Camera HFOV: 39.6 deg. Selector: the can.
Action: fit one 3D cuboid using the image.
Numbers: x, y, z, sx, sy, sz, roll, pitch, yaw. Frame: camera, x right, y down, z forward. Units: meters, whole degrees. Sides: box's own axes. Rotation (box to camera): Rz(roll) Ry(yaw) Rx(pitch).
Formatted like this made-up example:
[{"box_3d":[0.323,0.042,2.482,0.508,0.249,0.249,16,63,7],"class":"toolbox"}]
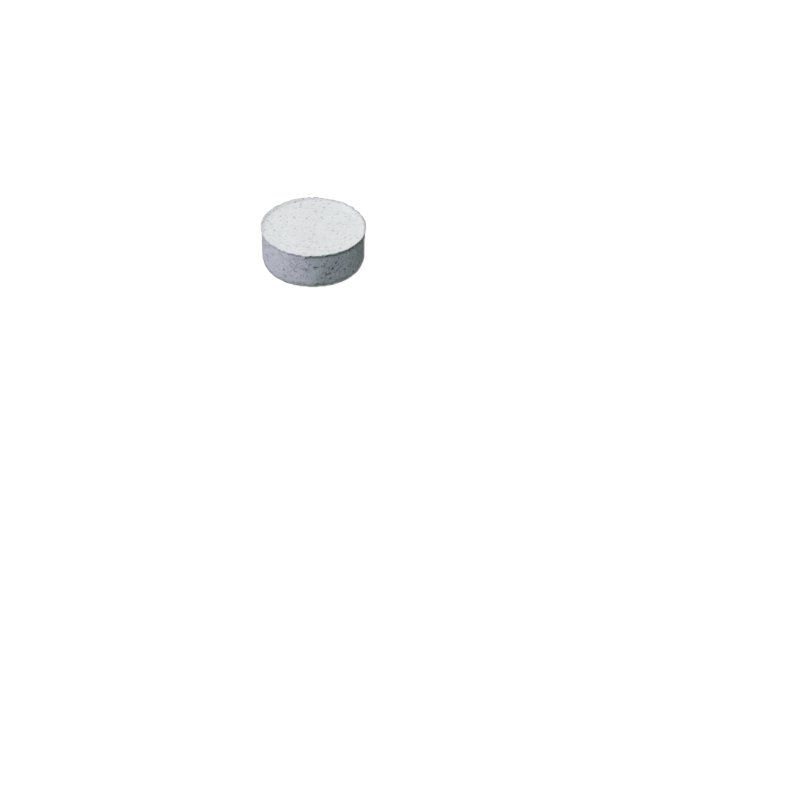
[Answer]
[{"box_3d":[-0.071,-0.130,0.909,0.086,0.031,0.092,-1,39,-2],"class":"can"}]
